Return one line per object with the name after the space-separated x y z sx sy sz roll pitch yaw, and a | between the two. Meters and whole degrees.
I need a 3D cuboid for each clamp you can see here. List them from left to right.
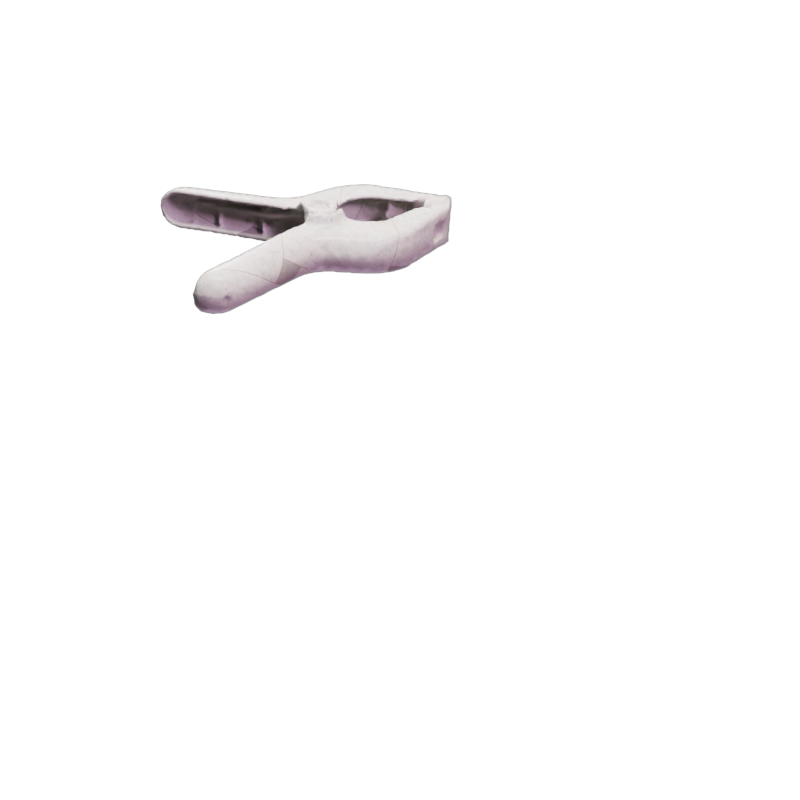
-0.049 -0.090 0.631 0.170 0.037 0.129 -5 40 -7 | clamp
